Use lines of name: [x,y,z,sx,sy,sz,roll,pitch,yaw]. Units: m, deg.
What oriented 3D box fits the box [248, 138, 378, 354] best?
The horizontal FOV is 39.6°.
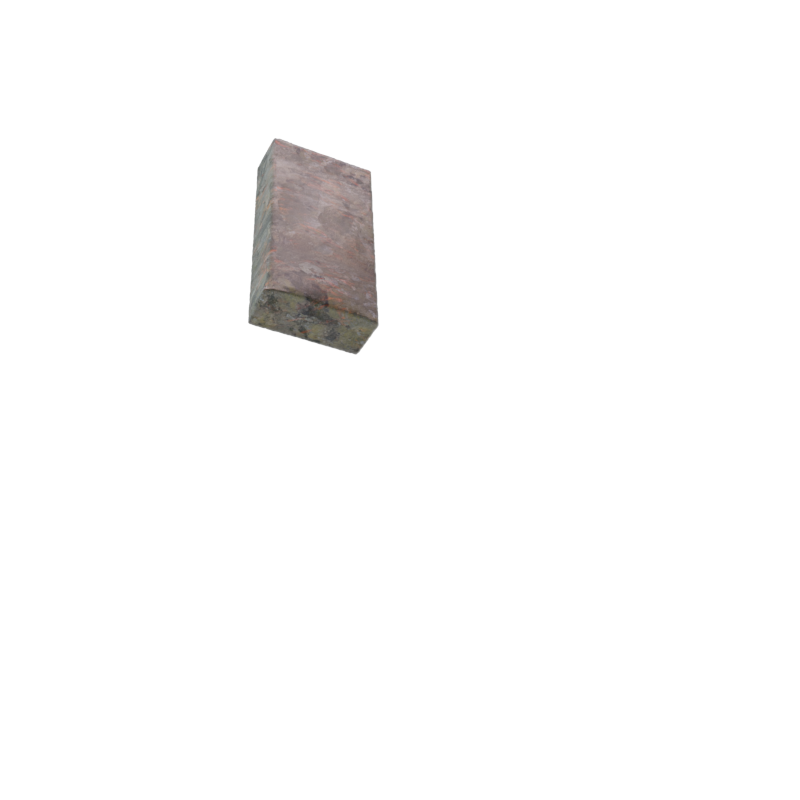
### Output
box: [-0.069,-0.126,0.882,0.090,0.189,0.046,16,-47,-19]
